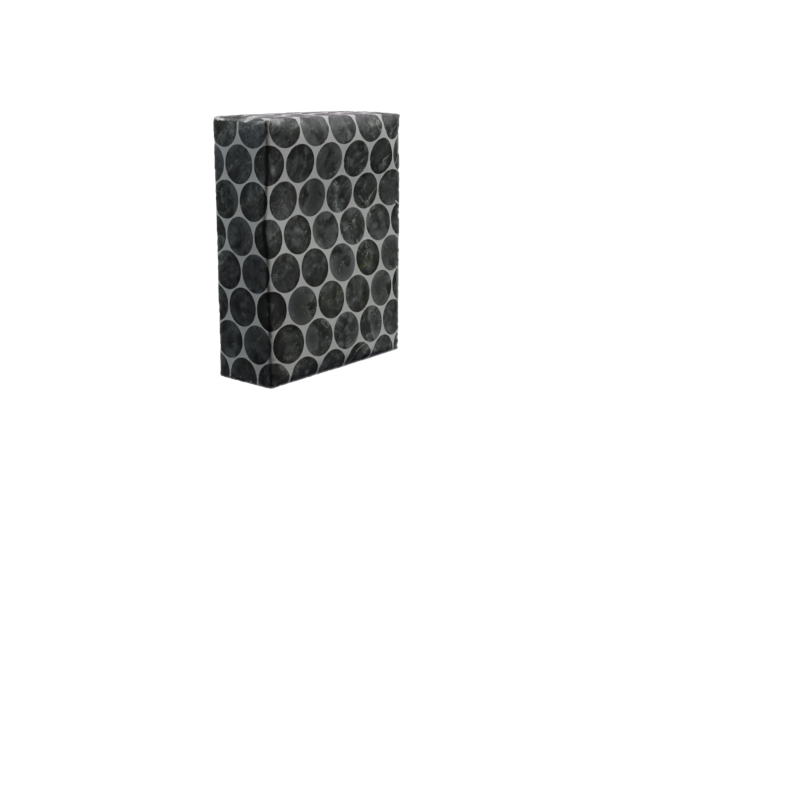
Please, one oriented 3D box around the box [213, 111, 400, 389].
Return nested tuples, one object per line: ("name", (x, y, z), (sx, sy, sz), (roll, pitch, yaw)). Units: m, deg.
("box", (-0.073, -0.133, 0.929), (0.075, 0.209, 0.160), (9, 15, 40))
